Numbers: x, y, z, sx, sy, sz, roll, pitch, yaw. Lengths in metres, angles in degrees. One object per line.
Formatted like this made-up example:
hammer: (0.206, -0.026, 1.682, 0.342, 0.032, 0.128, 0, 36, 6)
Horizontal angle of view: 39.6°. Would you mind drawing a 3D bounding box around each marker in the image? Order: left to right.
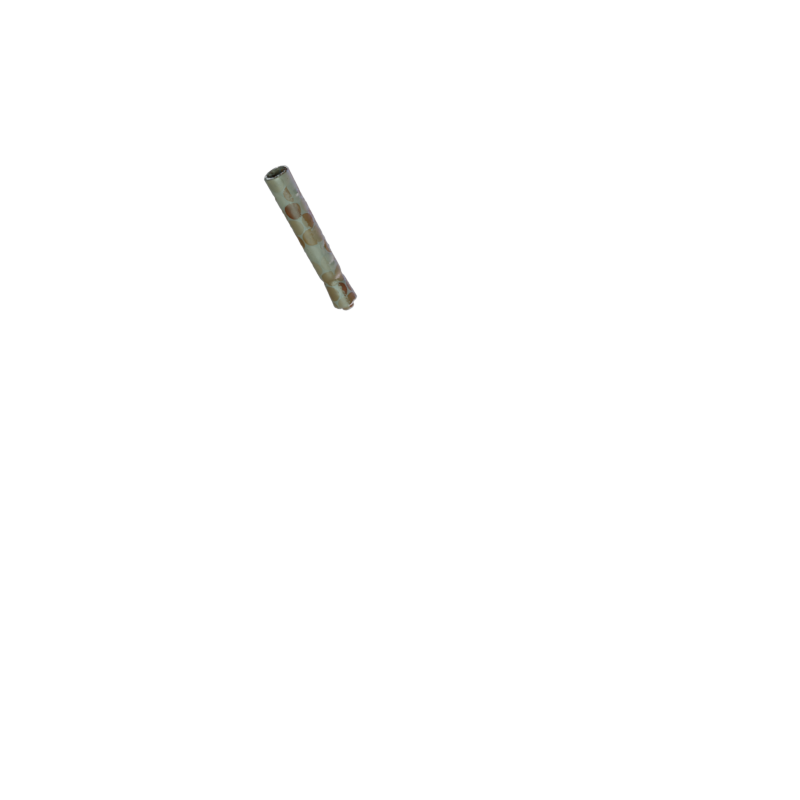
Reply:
marker: (-0.062, -0.113, 0.791, 0.020, 0.113, 0.021, -23, 28, 12)
